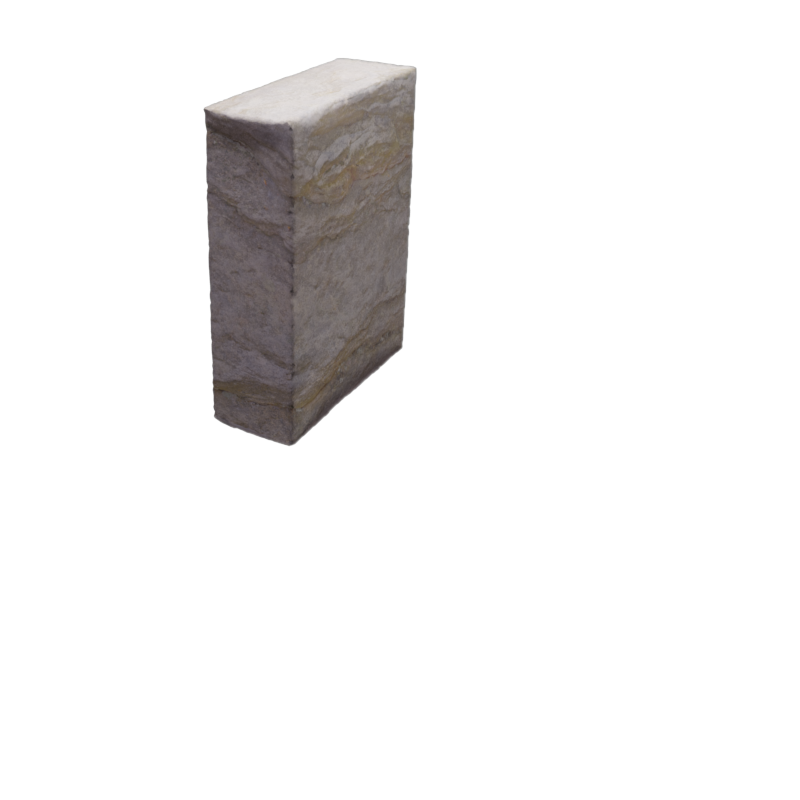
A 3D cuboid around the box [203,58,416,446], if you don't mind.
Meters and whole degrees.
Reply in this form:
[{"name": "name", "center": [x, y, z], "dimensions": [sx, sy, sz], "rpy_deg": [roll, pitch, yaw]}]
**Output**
[{"name": "box", "center": [-0.057, -0.105, 0.733], "dimensions": [0.075, 0.203, 0.166], "rpy_deg": [12, 27, 24]}]
